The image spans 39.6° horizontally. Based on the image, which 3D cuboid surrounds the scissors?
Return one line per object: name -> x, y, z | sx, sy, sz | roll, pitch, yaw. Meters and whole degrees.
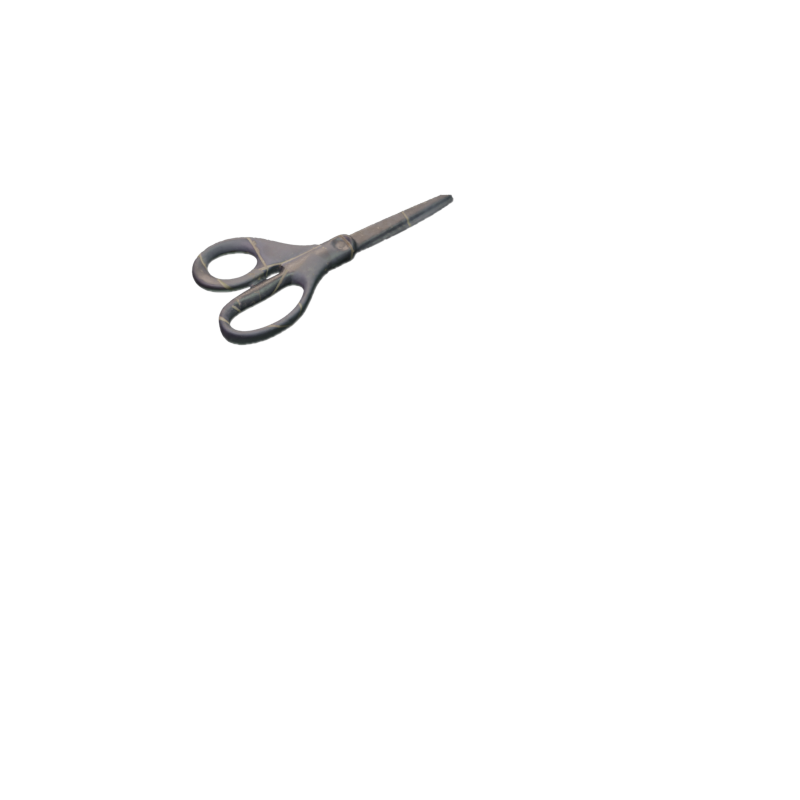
scissors -> -0.061, -0.111, 0.774 | 0.102, 0.015, 0.205 | 32, 56, 24
